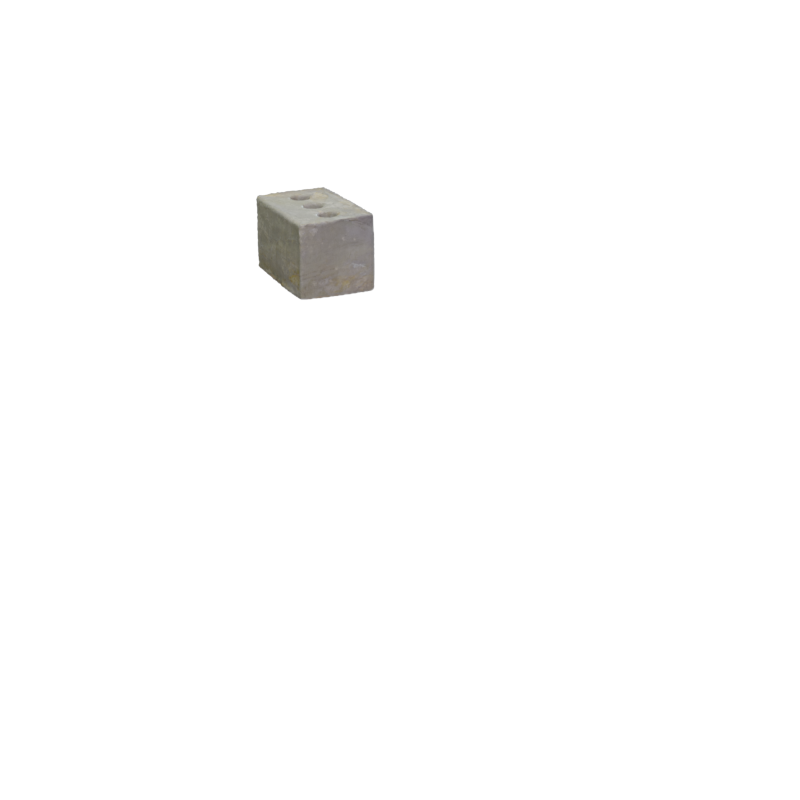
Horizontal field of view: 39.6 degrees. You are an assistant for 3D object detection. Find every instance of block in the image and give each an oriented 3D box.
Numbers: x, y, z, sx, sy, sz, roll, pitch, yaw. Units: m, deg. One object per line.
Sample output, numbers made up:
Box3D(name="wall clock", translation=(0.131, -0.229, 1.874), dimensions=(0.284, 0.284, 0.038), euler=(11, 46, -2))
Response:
Box3D(name="block", translation=(-0.057, -0.104, 0.728), dimensions=(0.052, 0.049, 0.083), euler=(-10, 25, -25))
